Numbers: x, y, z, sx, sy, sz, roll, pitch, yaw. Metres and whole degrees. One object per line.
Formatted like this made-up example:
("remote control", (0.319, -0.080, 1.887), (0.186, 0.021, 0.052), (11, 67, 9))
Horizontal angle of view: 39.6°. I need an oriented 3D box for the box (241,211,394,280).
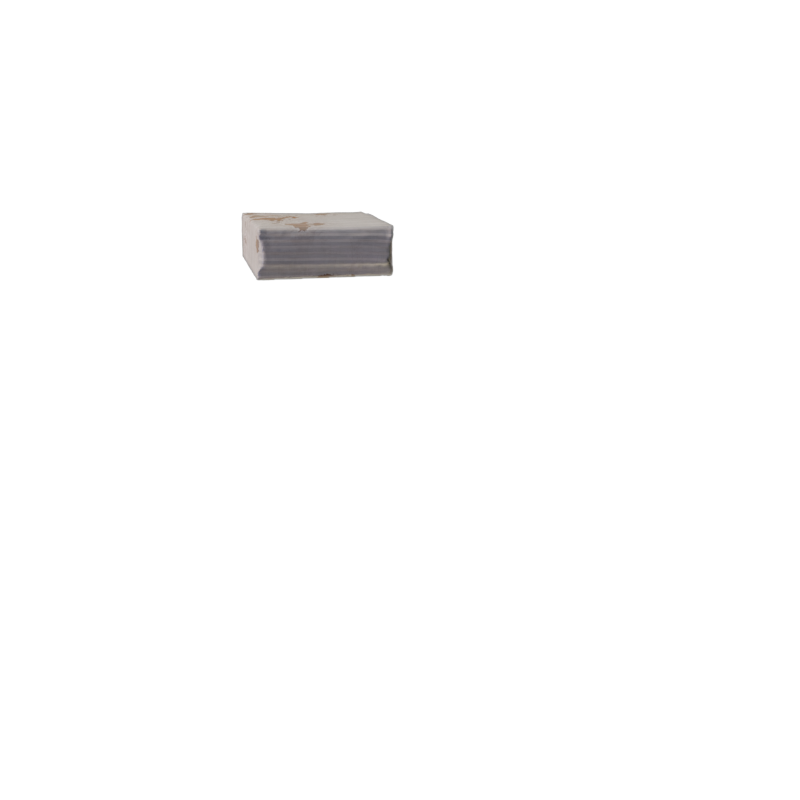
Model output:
("box", (-0.048, -0.088, 0.615), (0.072, 0.029, 0.093), (-2, 14, -11))
